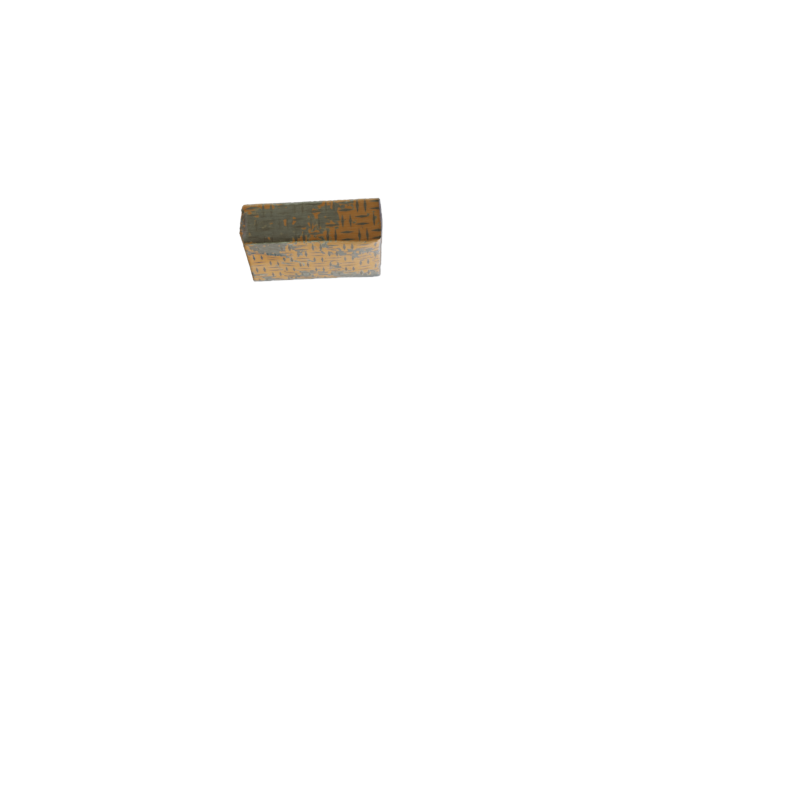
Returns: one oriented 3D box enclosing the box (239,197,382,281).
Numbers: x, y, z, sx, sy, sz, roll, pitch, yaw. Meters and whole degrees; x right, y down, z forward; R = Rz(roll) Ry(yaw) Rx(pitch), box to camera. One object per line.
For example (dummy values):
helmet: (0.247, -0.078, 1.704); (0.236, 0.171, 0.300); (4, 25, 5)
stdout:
box: (-0.071, -0.130, 0.911); (0.114, 0.041, 0.086); (0, -15, 1)
